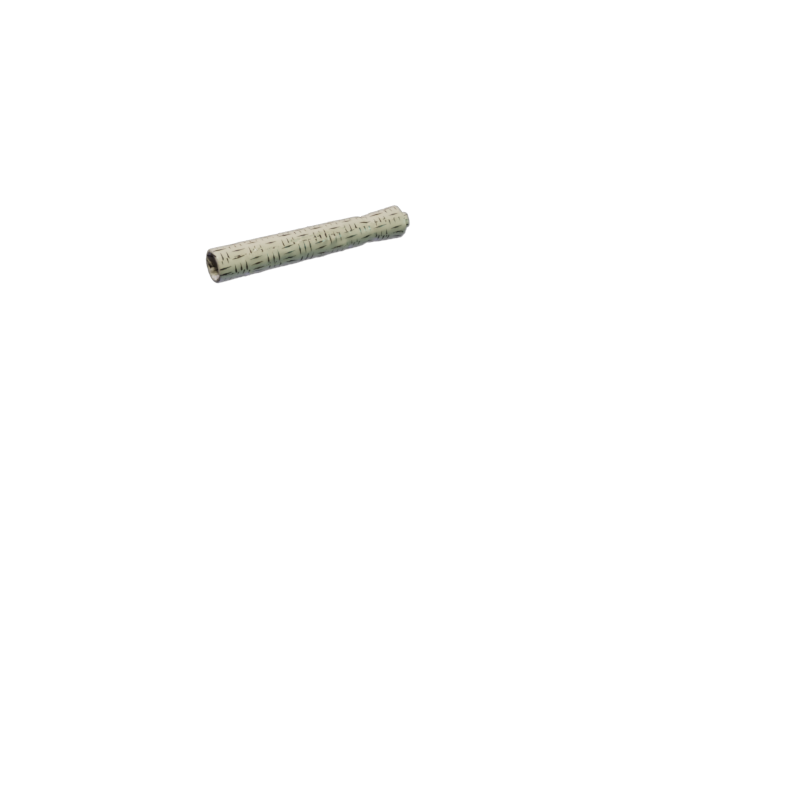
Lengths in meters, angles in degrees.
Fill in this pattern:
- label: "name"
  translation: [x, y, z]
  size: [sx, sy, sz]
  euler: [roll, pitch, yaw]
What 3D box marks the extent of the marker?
- label: "marker"
  translation: [-0.048, -0.087, 0.608]
  size: [0.119, 0.019, 0.020]
  euler: [-18, 12, -26]
